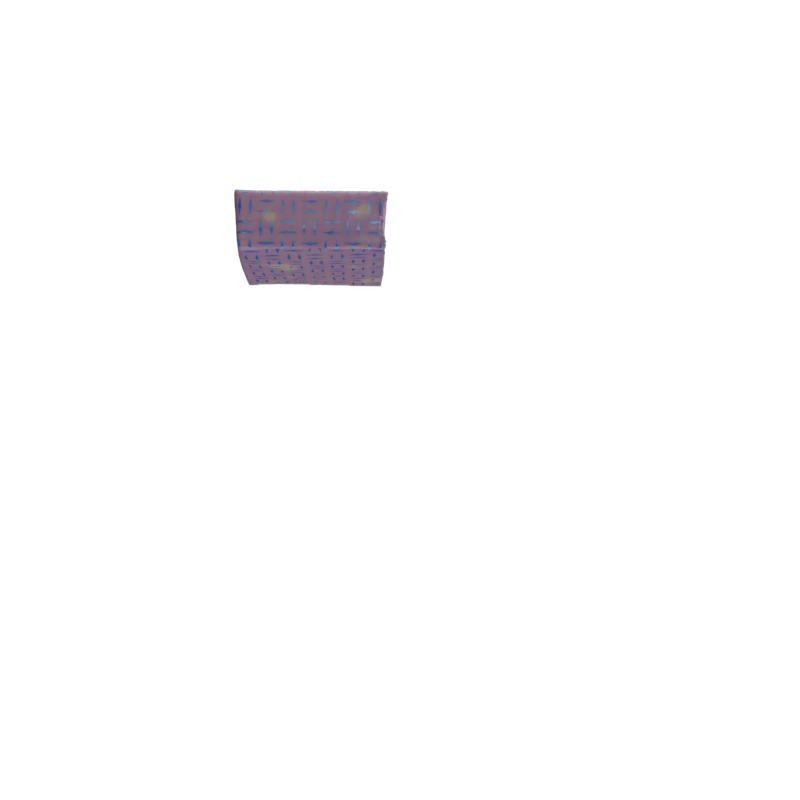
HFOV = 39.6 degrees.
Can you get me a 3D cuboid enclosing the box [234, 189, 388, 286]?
[{"bbox_3d":[-0.054,-0.098,0.685,0.090,0.040,0.111,0,-5,-1],"label":"box"}]
